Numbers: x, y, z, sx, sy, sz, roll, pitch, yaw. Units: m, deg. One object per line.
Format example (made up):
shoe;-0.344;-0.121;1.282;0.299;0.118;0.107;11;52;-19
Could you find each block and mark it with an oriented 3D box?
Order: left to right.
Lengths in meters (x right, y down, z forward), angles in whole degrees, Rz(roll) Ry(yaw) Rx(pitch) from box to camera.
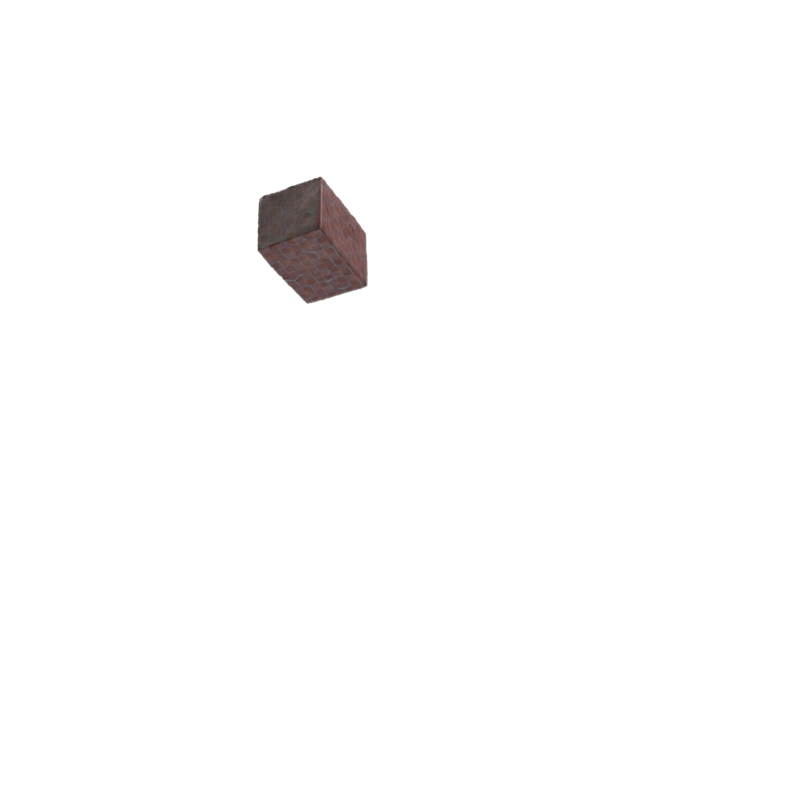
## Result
block;-0.063;-0.115;0.809;0.053;0.055;0.072;-16;-36;20
